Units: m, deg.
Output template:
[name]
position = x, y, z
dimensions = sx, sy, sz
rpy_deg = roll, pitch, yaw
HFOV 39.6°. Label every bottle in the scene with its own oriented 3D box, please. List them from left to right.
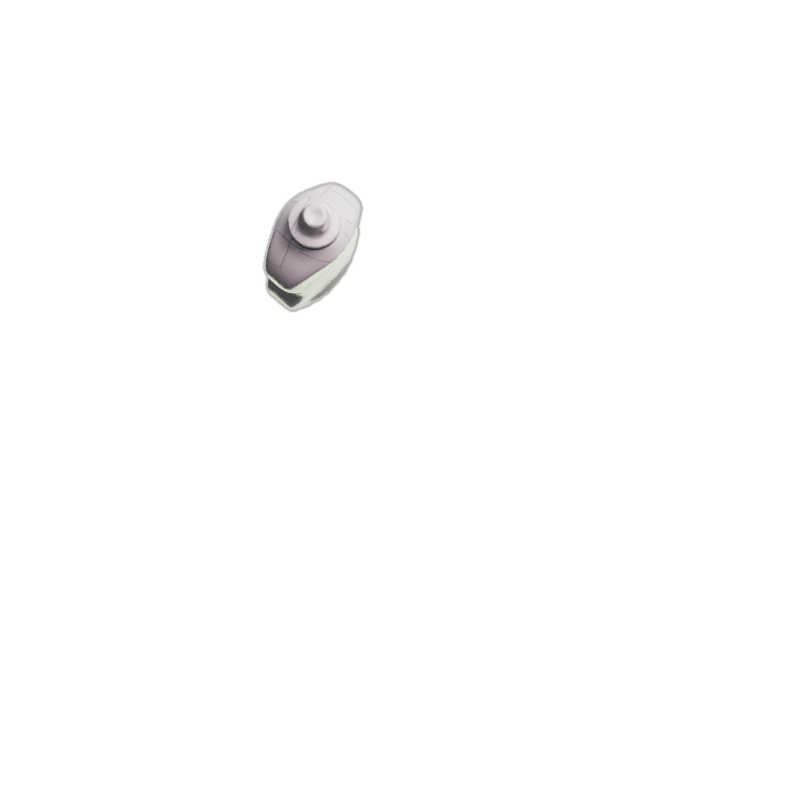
[bottle]
position = -0.071, -0.130, 0.914
dimensions = 0.059, 0.097, 0.188
rpy_deg = 42, -7, 0
